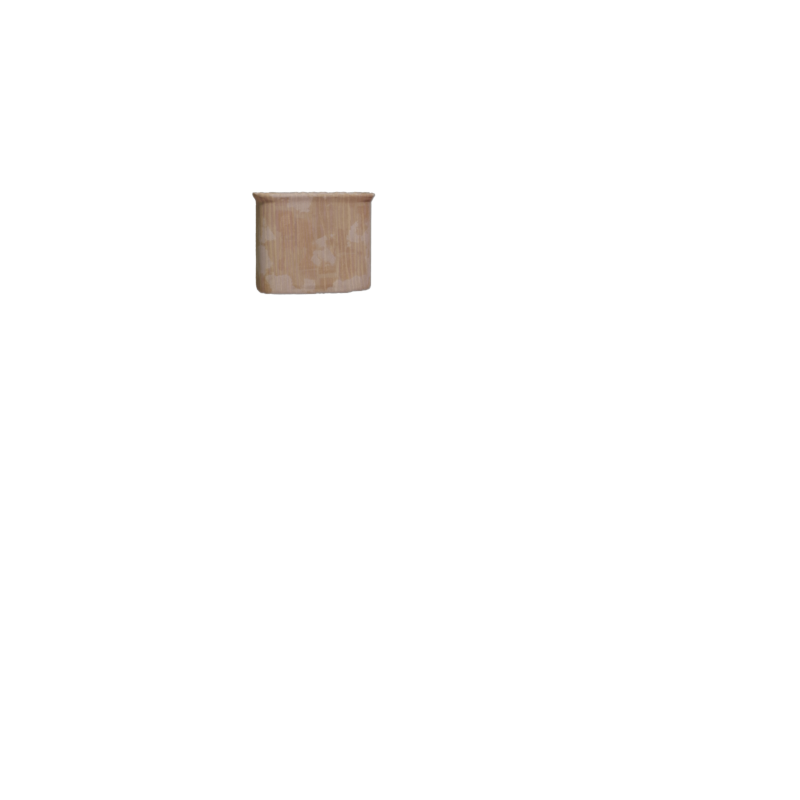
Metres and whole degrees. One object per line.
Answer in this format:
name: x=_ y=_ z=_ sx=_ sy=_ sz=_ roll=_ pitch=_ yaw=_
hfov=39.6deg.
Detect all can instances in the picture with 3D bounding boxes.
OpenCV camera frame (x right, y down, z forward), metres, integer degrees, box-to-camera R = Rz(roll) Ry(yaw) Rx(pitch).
can: x=-0.074 y=-0.134 z=0.941 sx=0.100 sy=0.083 sz=0.059 roll=-2 pitch=7 yaw=-12
